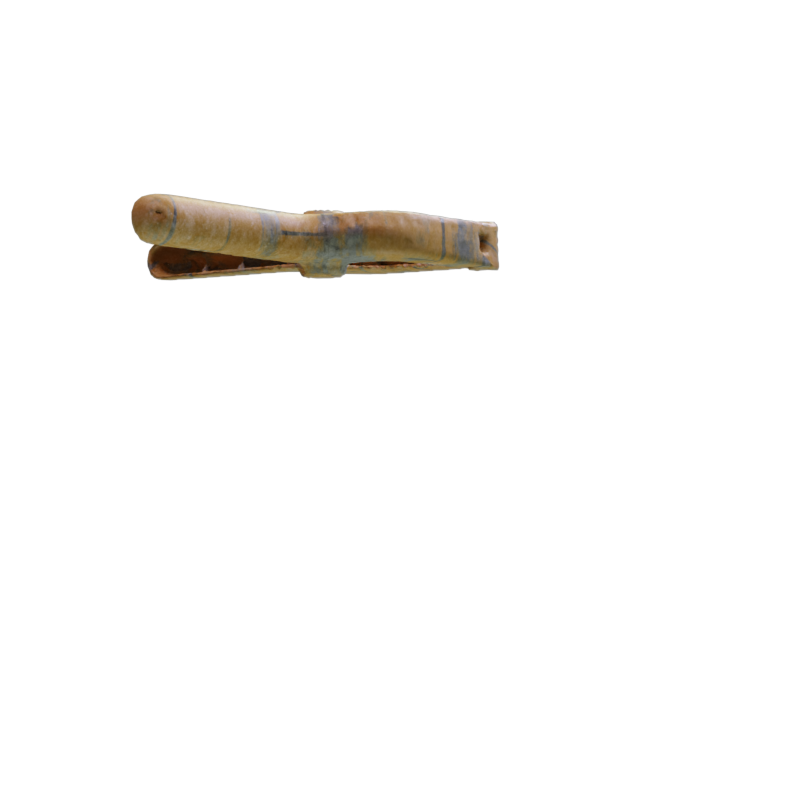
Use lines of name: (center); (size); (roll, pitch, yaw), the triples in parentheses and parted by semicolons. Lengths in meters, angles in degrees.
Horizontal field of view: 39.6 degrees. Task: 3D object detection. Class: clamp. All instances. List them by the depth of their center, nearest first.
clamp: (-0.048, -0.088, 0.614); (0.210, 0.037, 0.163); (0, 0, 0)
